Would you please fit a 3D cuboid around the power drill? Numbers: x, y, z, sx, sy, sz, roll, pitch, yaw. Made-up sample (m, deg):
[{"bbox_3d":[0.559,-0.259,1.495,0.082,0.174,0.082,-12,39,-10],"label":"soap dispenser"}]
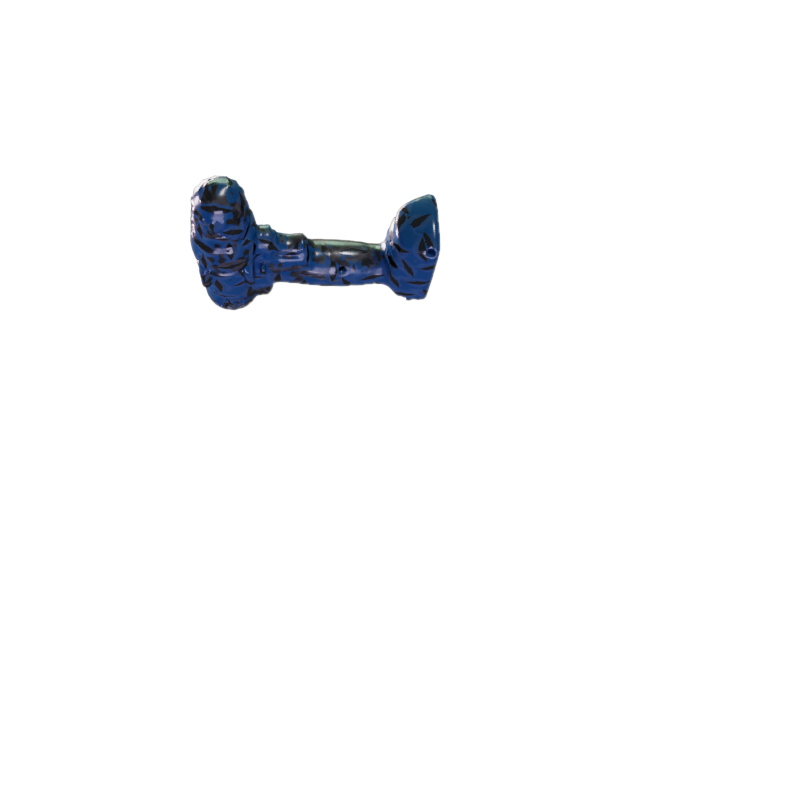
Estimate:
[{"bbox_3d":[-0.067,-0.122,0.853,0.187,0.060,0.177,1,-16,-2],"label":"power drill"}]
